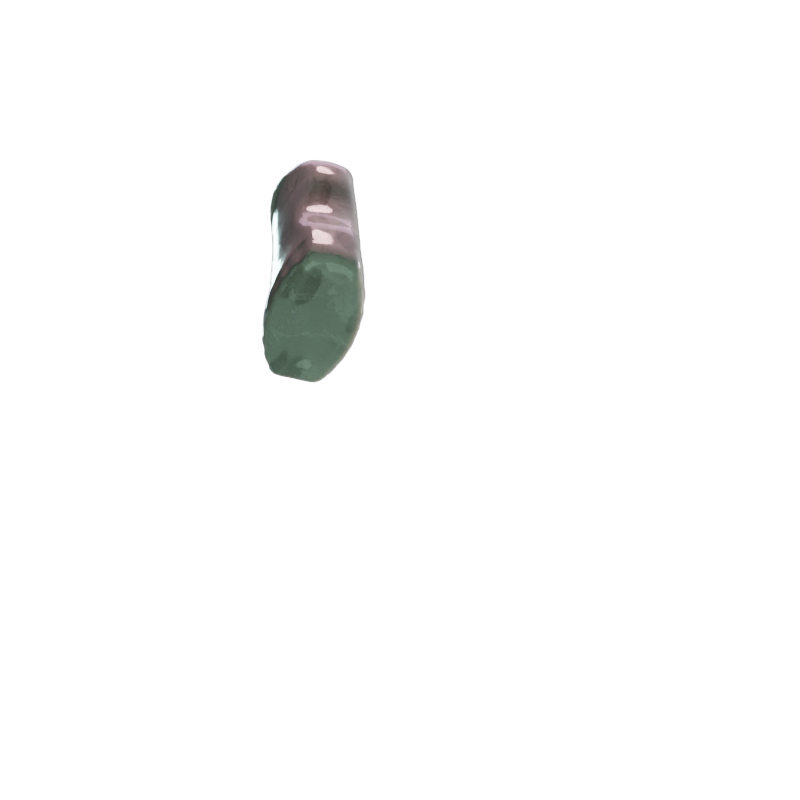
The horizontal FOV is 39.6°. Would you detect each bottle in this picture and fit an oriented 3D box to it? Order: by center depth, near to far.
[{"bbox_3d":[-0.059,-0.106,0.743,0.057,0.091,0.205,11,35,-12],"label":"bottle"}]
